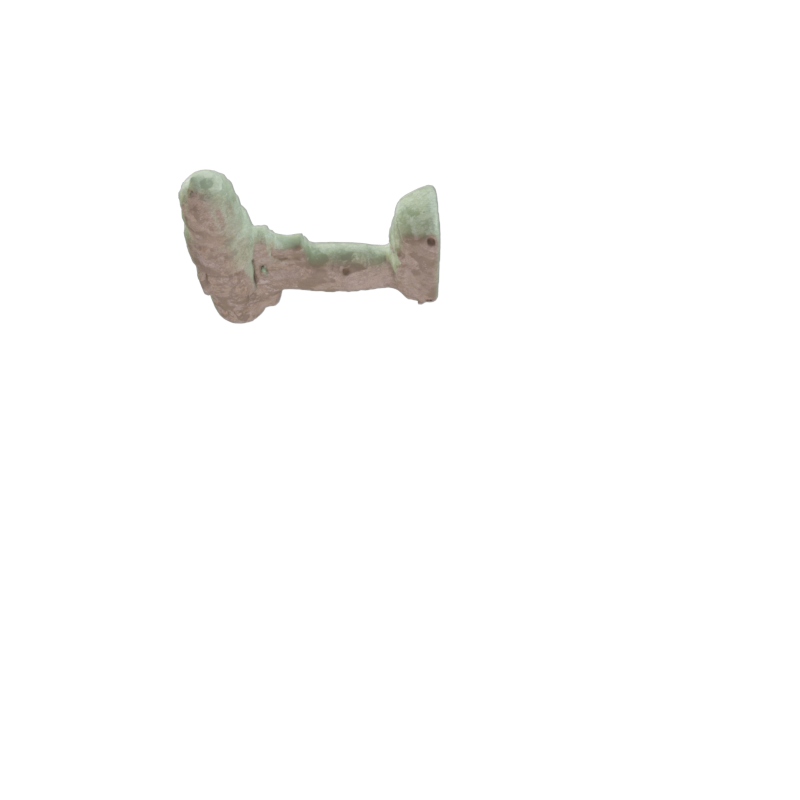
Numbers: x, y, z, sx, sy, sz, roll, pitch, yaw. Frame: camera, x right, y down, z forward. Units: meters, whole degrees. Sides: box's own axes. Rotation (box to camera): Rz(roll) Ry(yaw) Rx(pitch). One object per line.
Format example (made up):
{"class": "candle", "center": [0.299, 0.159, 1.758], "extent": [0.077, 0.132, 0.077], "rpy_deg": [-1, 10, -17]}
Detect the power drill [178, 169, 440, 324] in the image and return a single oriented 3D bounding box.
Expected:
{"class": "power drill", "center": [-0.065, -0.118, 0.830], "extent": [0.188, 0.061, 0.173], "rpy_deg": [-2, -23, 3]}
